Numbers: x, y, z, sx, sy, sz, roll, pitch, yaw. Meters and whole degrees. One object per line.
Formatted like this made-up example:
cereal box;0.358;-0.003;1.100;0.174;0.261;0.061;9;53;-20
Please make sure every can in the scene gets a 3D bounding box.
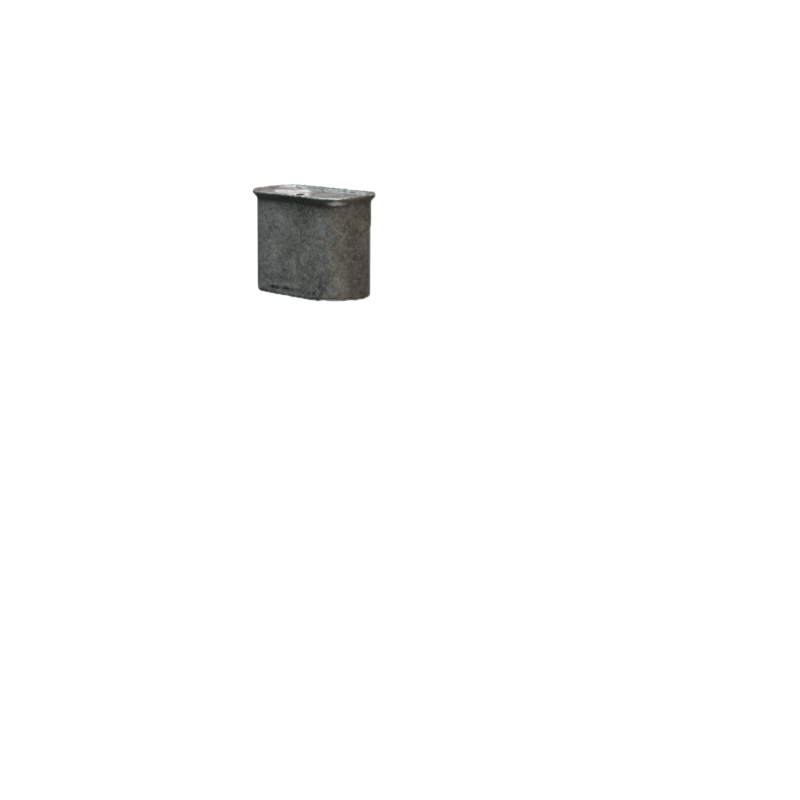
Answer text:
can;-0.070;-0.128;0.896;0.107;0.082;0.056;12;17;38
